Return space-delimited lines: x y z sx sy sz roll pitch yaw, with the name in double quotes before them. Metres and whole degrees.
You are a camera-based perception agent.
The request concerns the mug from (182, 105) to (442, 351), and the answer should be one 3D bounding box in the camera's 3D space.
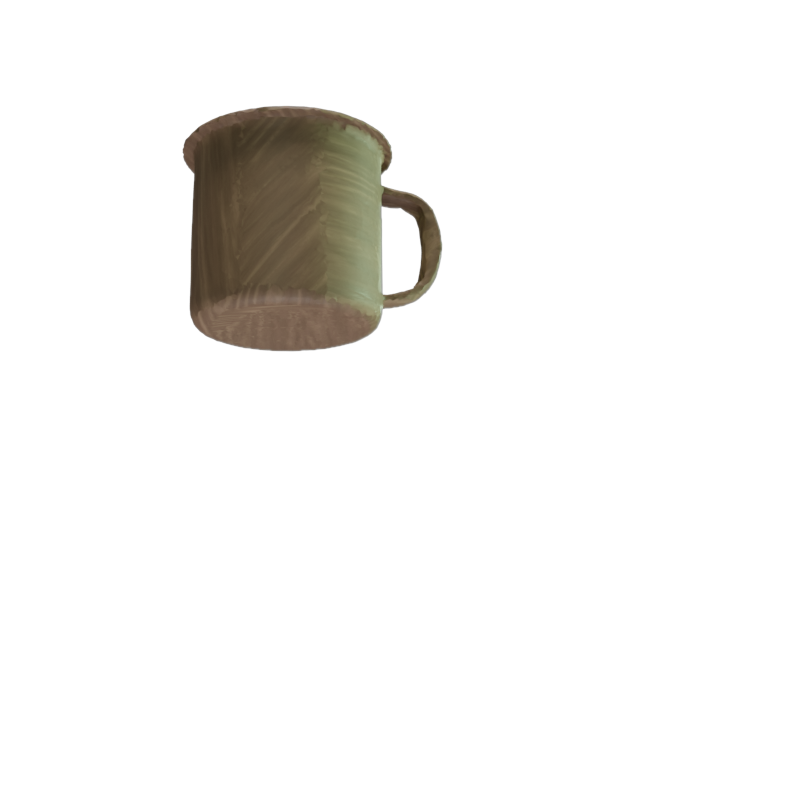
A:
"mug" -0.038 -0.069 0.482 0.114 0.085 0.092 5 -18 -19
